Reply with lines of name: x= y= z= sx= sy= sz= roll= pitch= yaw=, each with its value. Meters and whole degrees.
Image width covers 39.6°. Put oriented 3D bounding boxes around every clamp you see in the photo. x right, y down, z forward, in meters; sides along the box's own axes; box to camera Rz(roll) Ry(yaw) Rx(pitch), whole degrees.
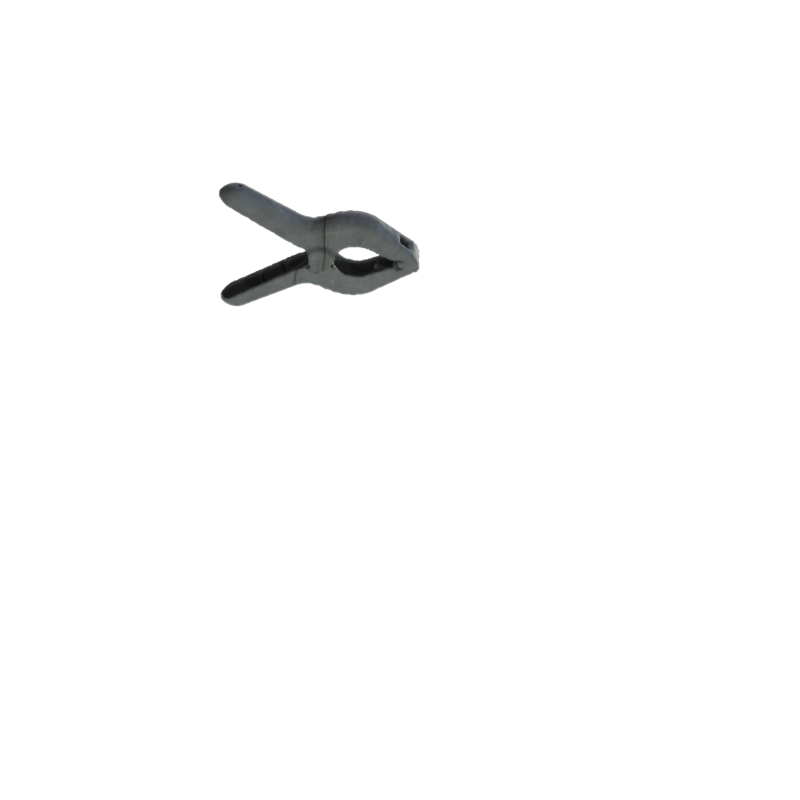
clamp: x=-0.071 y=-0.130 z=0.909 sx=0.172 sy=0.042 sz=0.111 roll=-4 pitch=-43 yaw=4
